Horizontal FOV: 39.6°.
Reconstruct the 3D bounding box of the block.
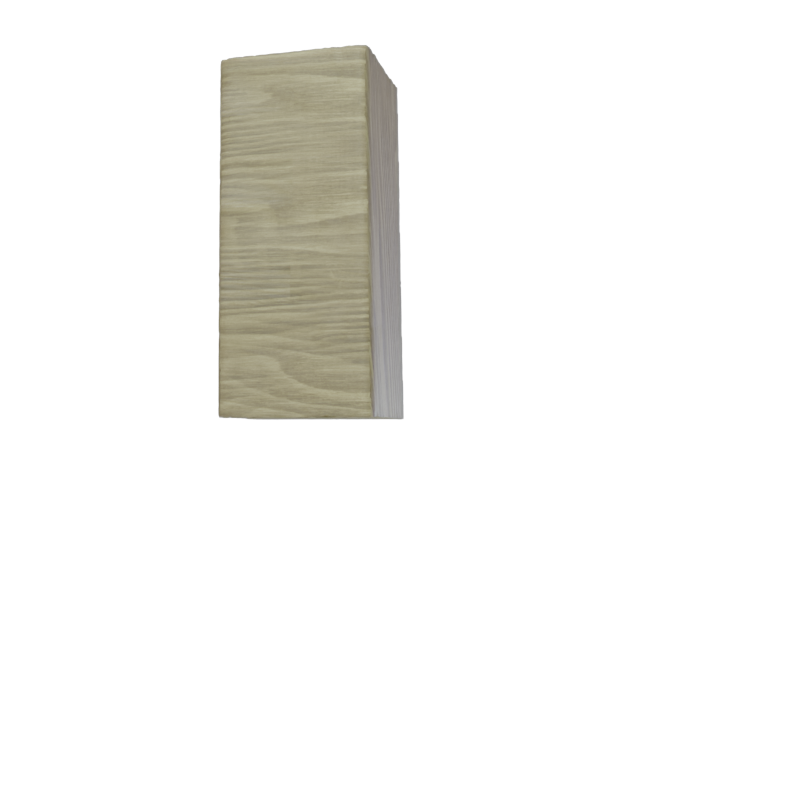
[{"bbox_3d":[-0.052,-0.093,0.654,0.092,0.211,0.087,-3,-9,14],"label":"block"}]
